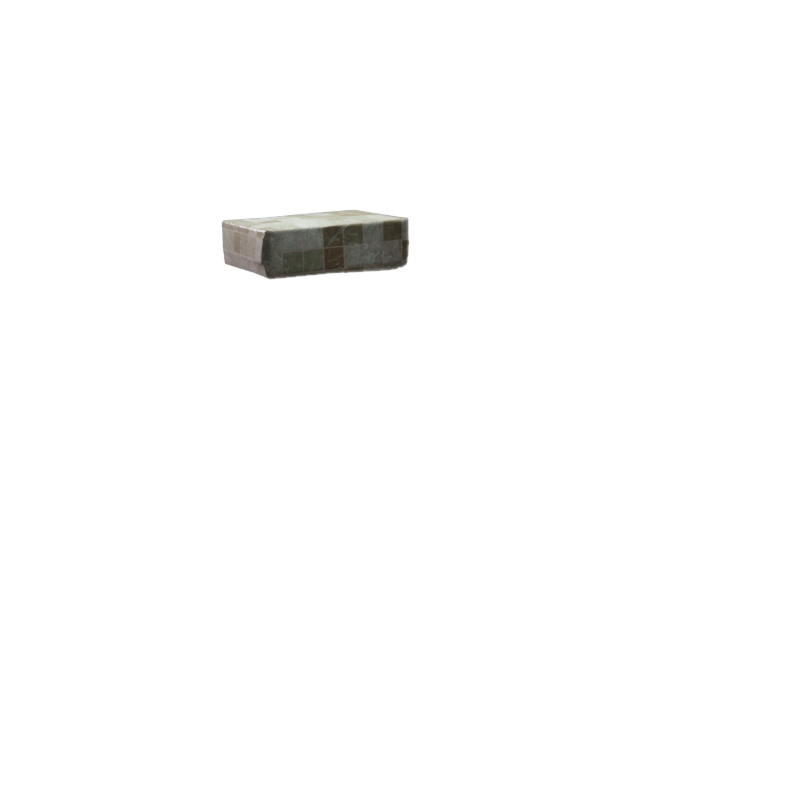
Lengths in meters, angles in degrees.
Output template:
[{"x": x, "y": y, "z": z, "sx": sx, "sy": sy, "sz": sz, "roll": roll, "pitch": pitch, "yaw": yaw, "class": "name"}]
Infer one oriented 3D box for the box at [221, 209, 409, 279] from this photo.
[{"x": -0.063, "y": -0.115, "z": 0.805, "sx": 0.111, "sy": 0.038, "sz": 0.094, "roll": -7, "pitch": 15, "yaw": -25, "class": "box"}]
